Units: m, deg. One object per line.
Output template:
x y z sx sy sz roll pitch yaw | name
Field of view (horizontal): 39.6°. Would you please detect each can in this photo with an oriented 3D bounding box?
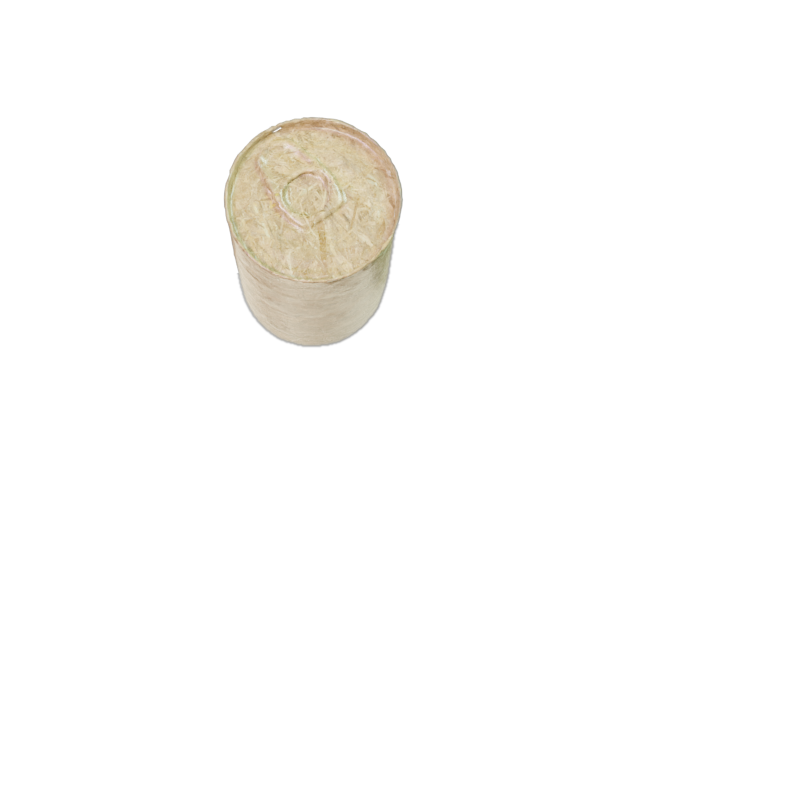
-0.037 -0.067 0.467 0.068 0.071 0.098 0 -14 -3 | can
